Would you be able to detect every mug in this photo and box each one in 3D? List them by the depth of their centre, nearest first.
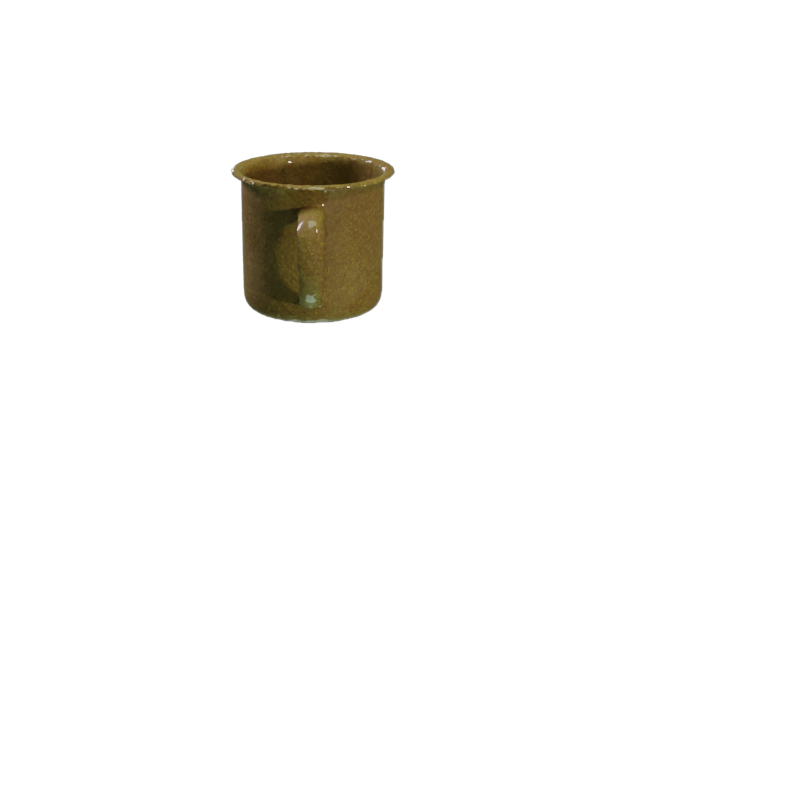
[{"bbox_3d":[-0.049,-0.090,0.632,0.093,0.078,0.123,-1,22,-4],"label":"mug"}]
